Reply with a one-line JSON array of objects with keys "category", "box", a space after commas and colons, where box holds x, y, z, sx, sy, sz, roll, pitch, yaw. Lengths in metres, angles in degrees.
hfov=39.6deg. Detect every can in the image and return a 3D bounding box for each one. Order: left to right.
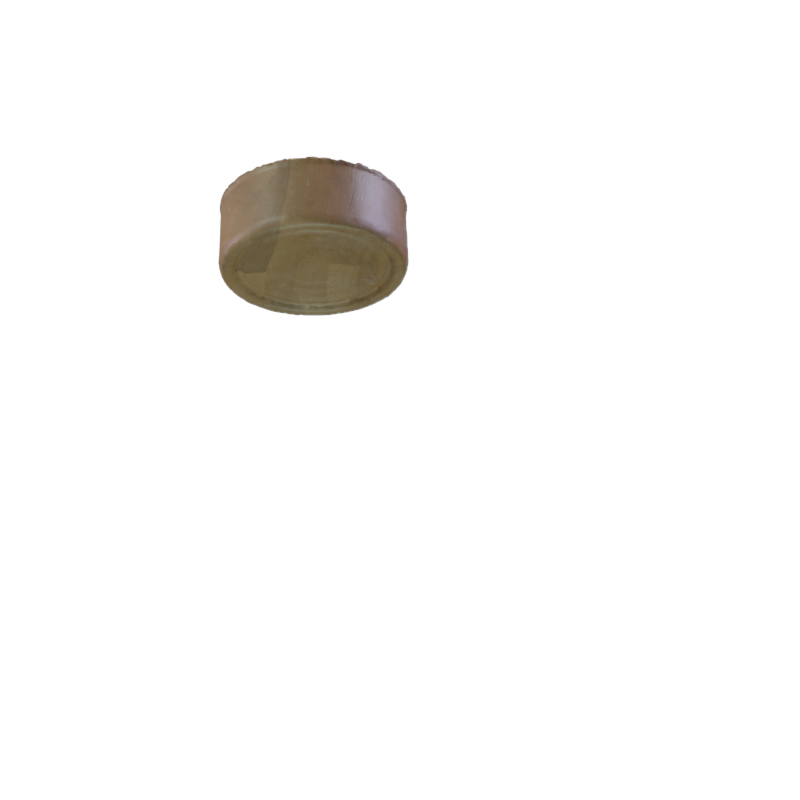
[{"category": "can", "box": [-0.039, -0.071, 0.499, 0.086, 0.036, 0.081, 1, -26, -2]}]
